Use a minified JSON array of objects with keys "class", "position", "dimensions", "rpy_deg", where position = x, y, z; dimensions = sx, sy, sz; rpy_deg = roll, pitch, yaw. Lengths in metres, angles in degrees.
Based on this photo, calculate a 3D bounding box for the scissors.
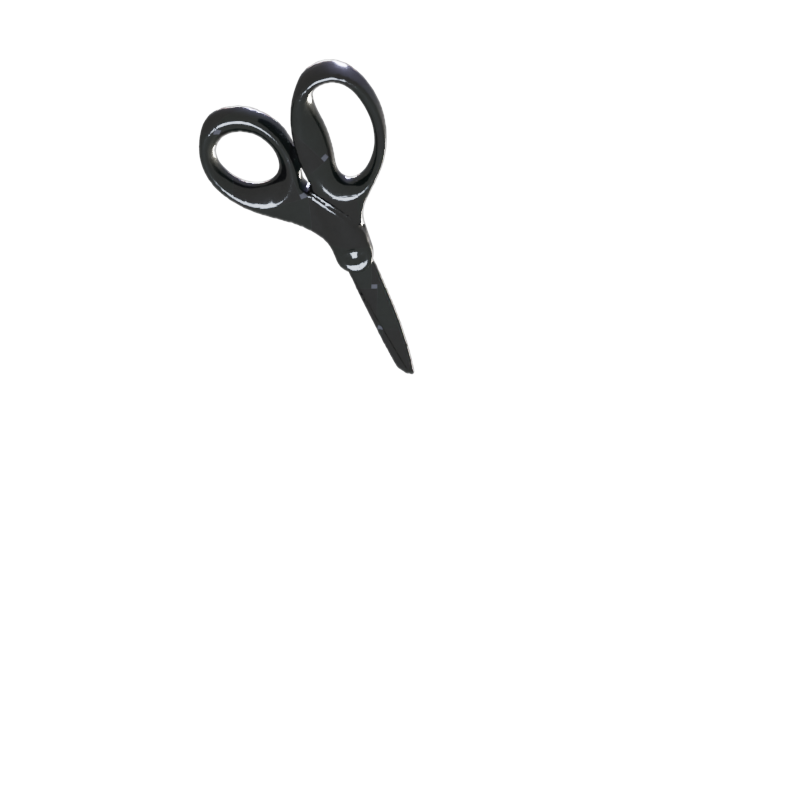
[{"class":"scissors","position":[-0.043,-0.079,0.551],"dimensions":[0.096,0.187,0.017],"rpy_deg":[-2,44,2]}]
